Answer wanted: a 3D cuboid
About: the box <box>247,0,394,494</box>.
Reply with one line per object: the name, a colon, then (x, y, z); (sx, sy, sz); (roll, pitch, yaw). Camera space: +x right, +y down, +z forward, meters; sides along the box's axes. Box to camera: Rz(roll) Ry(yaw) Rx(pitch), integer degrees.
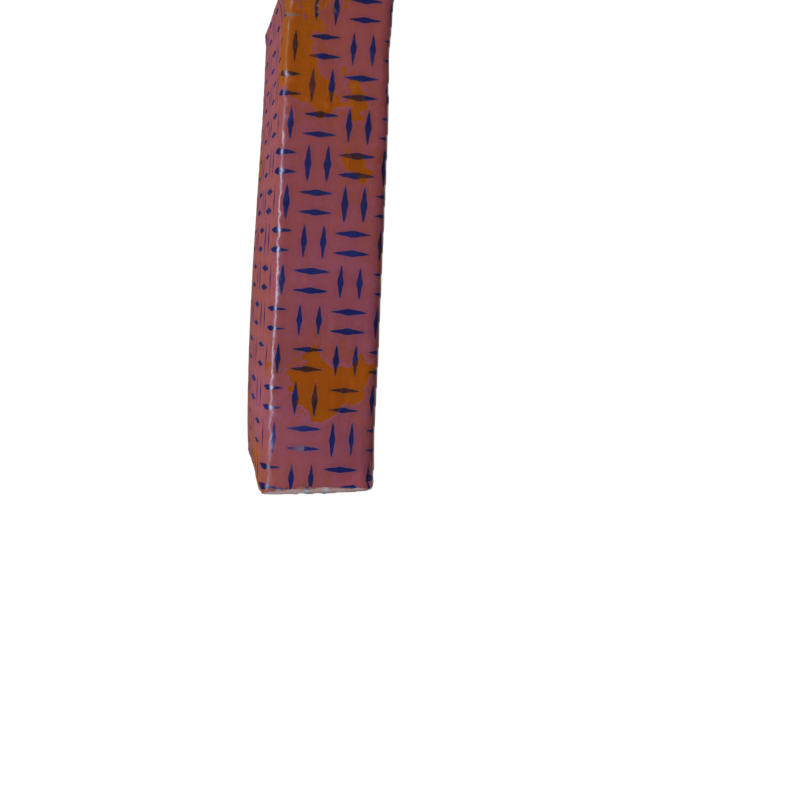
box: (-0.033, -0.060, 0.423); (0.047, 0.177, 0.094); (0, 0, -10)
